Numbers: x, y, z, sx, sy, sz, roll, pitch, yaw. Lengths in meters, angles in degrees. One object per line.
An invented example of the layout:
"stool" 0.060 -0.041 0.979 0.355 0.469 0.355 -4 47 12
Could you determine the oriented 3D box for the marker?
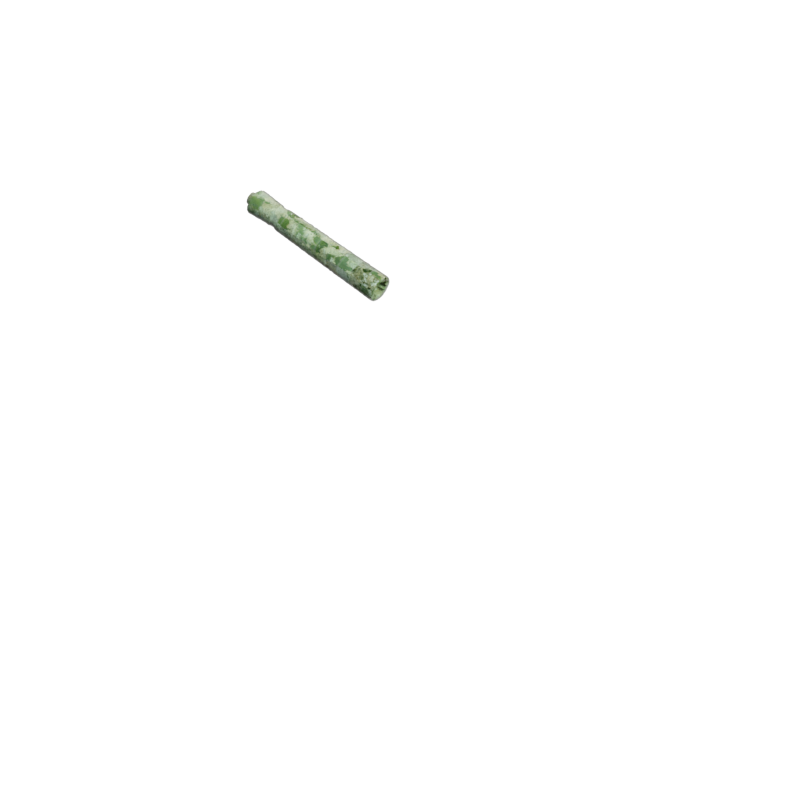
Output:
"marker" -0.058 -0.106 0.745 0.128 0.019 0.019 37 21 26
